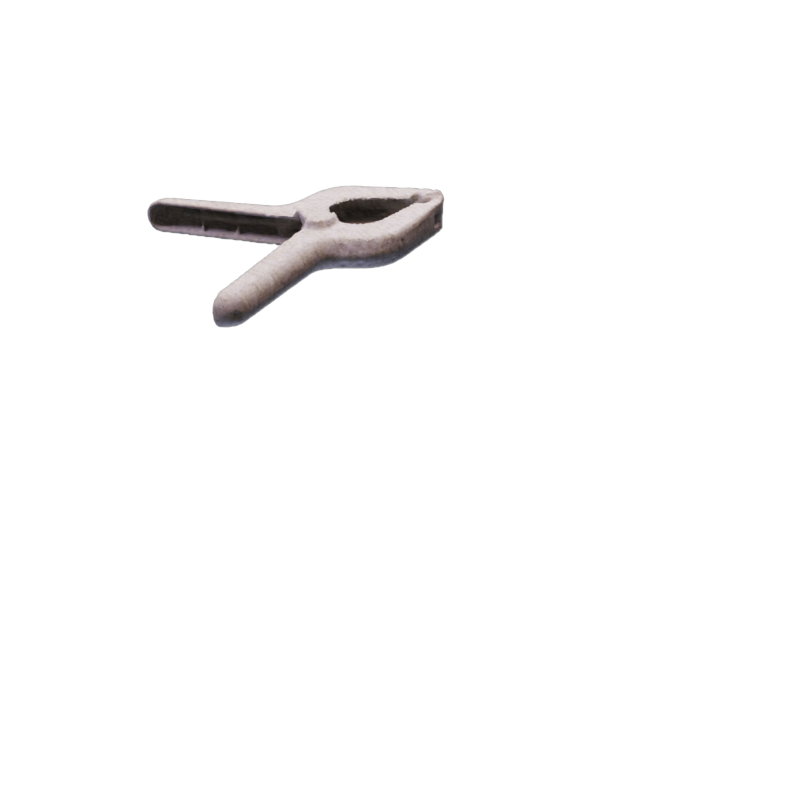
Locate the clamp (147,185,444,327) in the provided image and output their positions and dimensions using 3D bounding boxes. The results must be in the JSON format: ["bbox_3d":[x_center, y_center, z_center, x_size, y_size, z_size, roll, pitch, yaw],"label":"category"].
[{"bbox_3d":[-0.061,-0.110,0.774,0.207,0.034,0.177,-10,36,-15],"label":"clamp"}]
